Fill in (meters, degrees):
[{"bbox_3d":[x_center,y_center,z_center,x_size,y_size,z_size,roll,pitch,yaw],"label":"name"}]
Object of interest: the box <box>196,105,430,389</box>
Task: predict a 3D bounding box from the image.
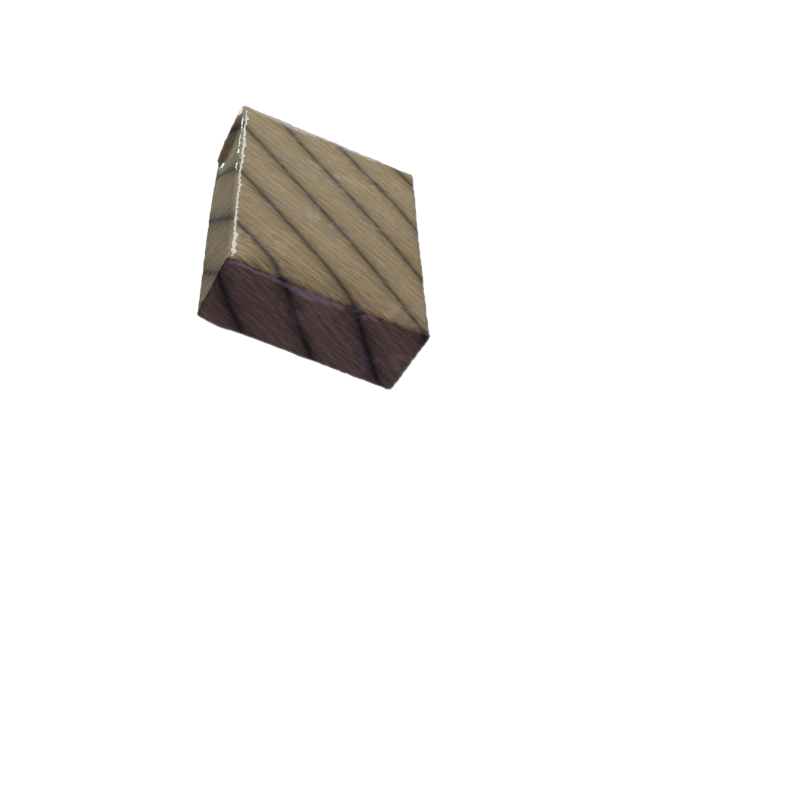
[{"bbox_3d":[-0.069,-0.126,0.881,0.159,0.069,0.229,19,37,-18],"label":"box"}]
